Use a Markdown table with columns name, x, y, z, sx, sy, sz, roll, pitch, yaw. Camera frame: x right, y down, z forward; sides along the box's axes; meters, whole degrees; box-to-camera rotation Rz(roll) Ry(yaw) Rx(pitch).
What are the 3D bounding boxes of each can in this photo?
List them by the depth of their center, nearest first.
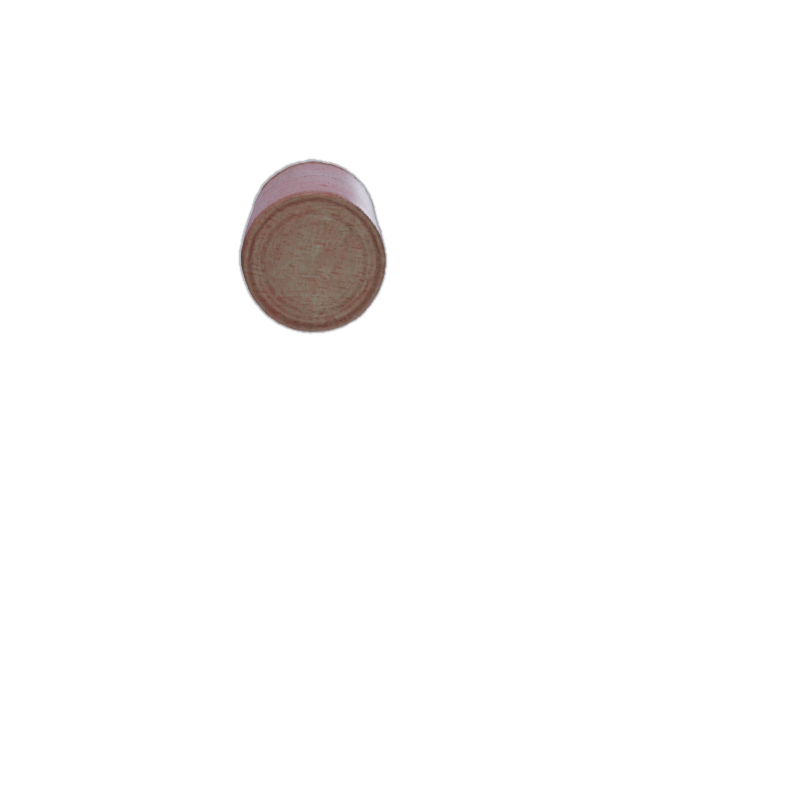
| name | x | y | z | sx | sy | sz | roll | pitch | yaw |
| --- | --- | --- | --- | --- | --- | --- | --- | --- | --- |
| can | -0.043 | -0.079 | 0.550 | 0.068 | 0.066 | 0.106 | 0 | 17 | -3 |
